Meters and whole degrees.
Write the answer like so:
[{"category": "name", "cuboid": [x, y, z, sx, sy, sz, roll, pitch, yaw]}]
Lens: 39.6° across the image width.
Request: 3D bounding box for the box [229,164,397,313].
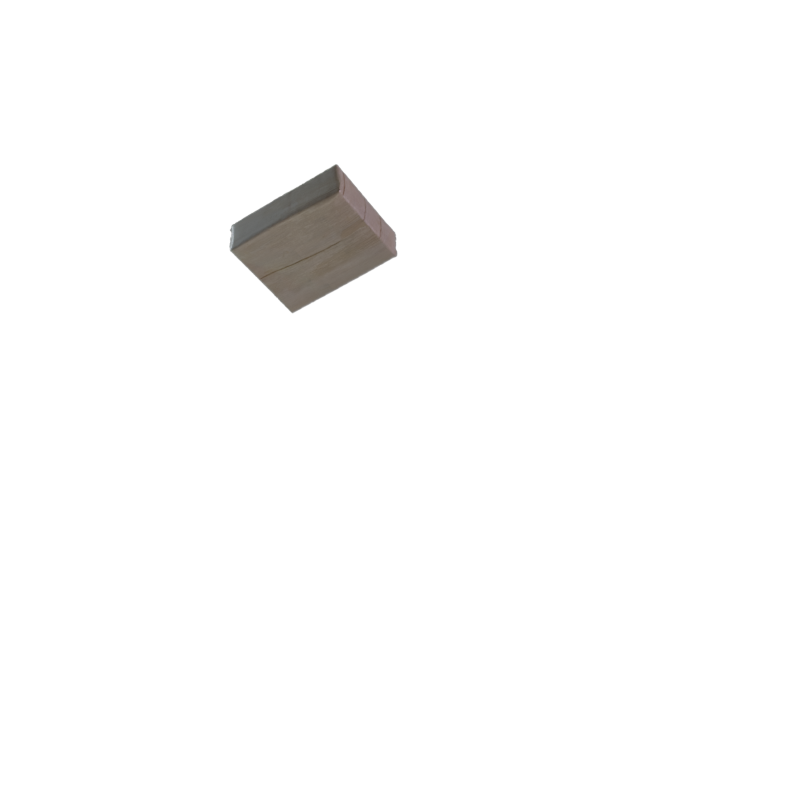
[{"category": "box", "cuboid": [-0.073, -0.133, 0.928, 0.114, 0.042, 0.083, -25, -50, 22]}]
